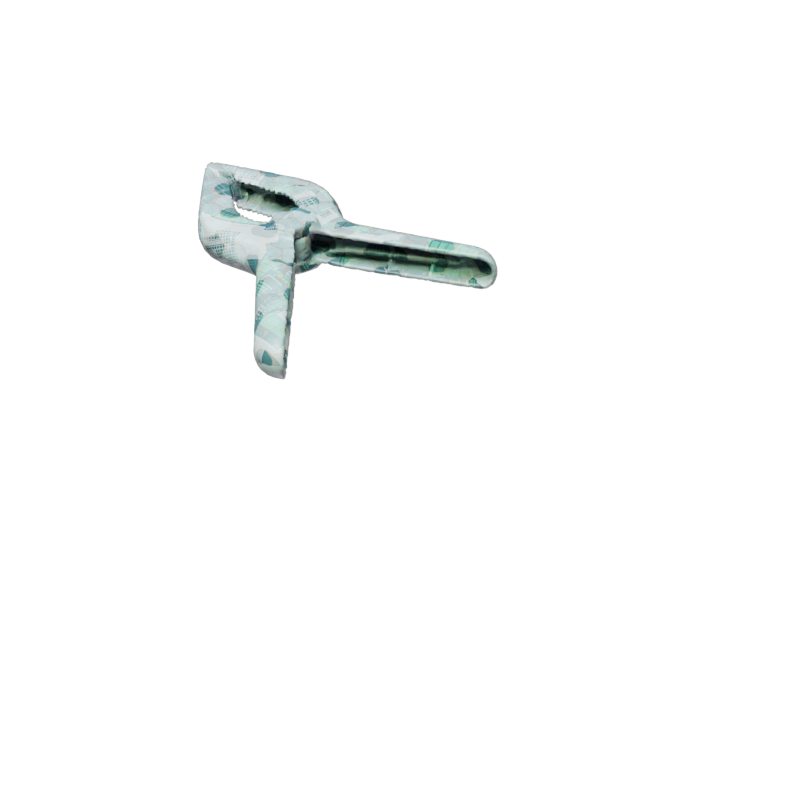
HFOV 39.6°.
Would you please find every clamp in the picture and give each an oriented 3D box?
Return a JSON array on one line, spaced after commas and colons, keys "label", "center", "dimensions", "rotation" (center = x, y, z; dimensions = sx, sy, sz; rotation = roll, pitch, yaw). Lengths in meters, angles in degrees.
[{"label": "clamp", "center": [-0.054, -0.099, 0.695], "dimensions": [0.162, 0.034, 0.227], "rotation": [-19, 41, -23]}]
